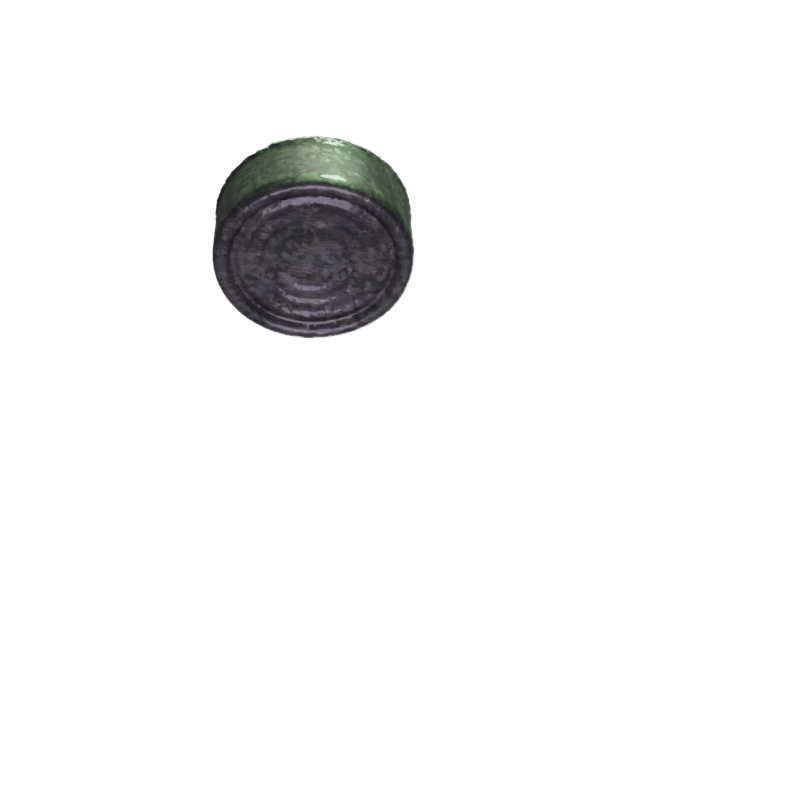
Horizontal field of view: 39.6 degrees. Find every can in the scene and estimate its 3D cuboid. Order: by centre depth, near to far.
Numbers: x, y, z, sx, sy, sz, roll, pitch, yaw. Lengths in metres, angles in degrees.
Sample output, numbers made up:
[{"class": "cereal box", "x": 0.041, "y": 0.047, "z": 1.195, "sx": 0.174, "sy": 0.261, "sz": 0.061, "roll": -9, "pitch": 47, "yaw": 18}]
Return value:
[{"class": "can", "x": -0.037, "y": -0.067, "z": 0.472, "sx": 0.086, "sy": 0.080, "sz": 0.036, "roll": 1, "pitch": 41, "yaw": -1}]
